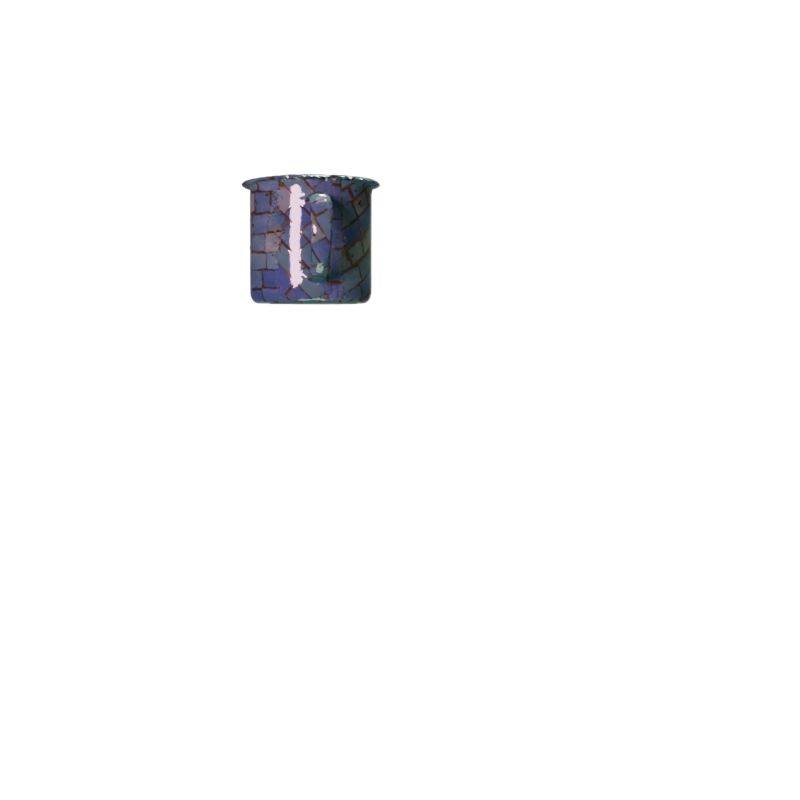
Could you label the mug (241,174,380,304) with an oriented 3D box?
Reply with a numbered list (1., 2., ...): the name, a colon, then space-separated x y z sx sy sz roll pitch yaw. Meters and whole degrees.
1. mug: -0.057 -0.105 0.734 0.092 0.082 0.118 0 1 -11
